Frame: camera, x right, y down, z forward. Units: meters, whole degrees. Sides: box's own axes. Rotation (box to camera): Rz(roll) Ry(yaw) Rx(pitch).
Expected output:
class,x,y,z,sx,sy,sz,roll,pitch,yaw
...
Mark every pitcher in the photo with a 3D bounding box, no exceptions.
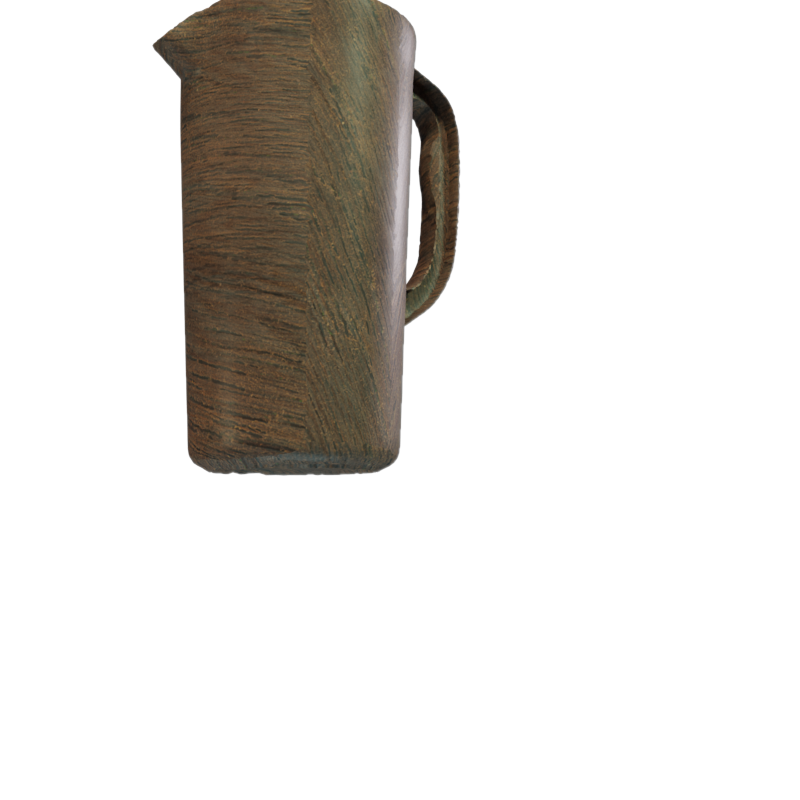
class,x,y,z,sx,sy,sz,roll,pitch,yaw
pitcher,-0.047,-0.085,0.595,0.151,0.251,0.139,-3,-12,11
